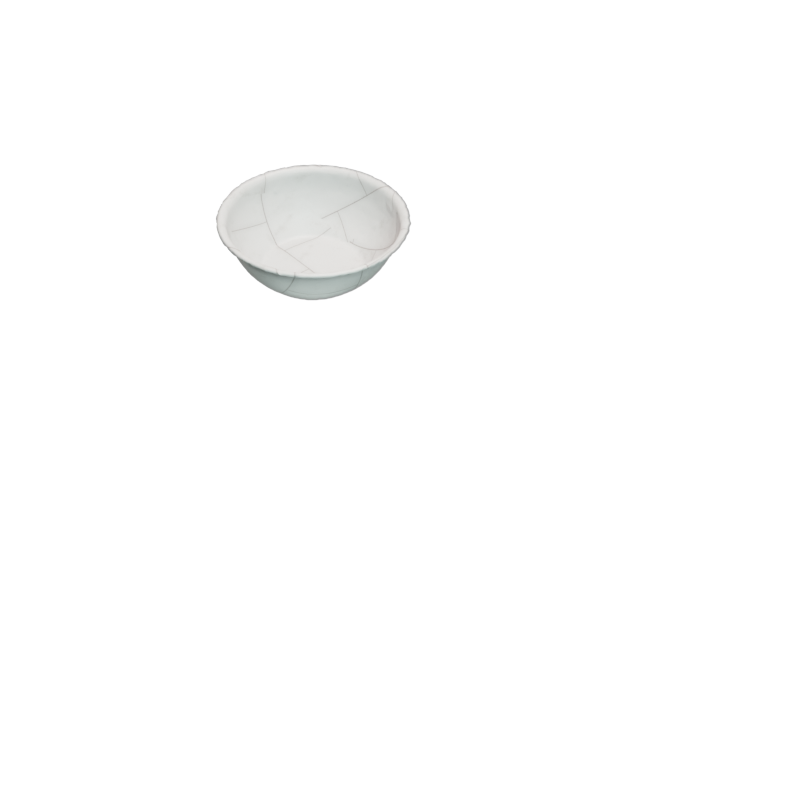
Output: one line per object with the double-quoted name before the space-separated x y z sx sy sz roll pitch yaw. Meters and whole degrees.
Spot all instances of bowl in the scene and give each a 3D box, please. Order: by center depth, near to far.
"bowl" -0.073 -0.134 0.938 0.162 0.051 0.174 -1 41 -2
